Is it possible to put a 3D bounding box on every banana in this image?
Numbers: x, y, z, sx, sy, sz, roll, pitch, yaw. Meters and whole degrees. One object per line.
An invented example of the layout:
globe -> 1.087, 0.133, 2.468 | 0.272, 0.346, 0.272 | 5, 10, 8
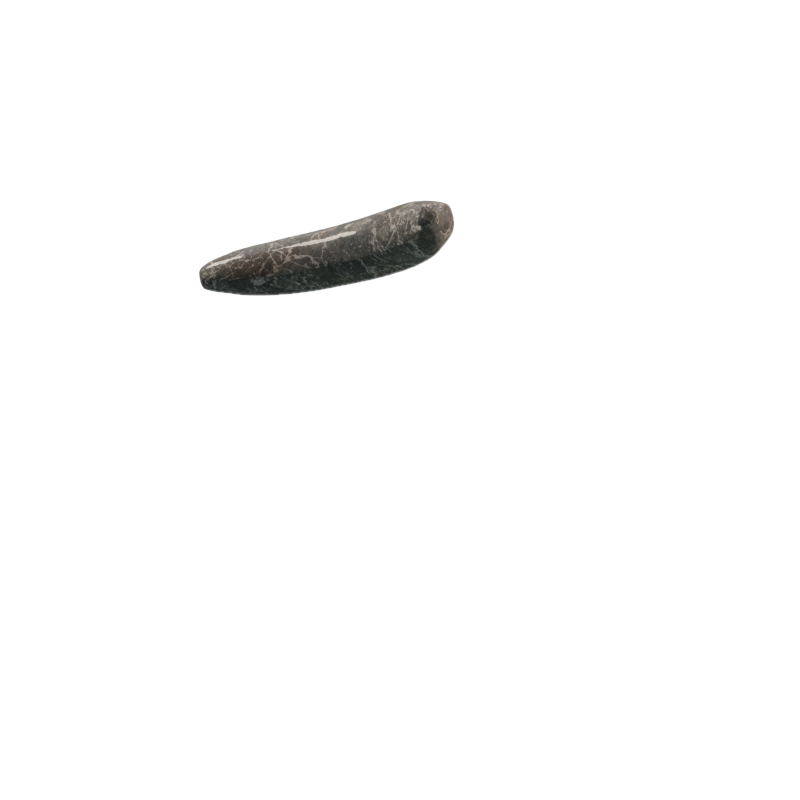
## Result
banana -> -0.037, -0.093, 0.677 | 0.202, 0.038, 0.066 | -10, -16, 41
